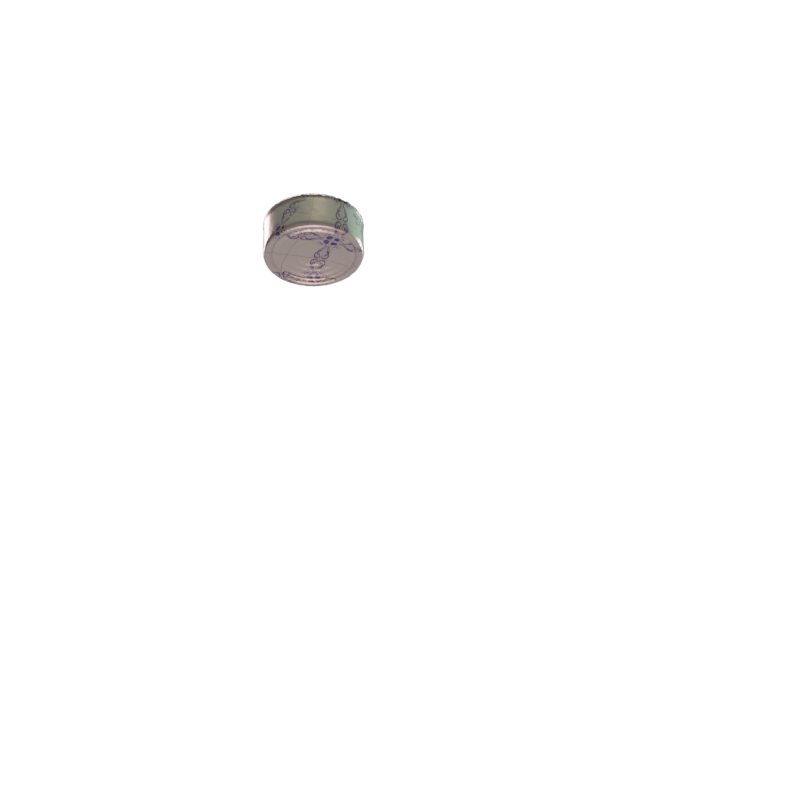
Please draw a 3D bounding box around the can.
[{"bbox_3d":[-0.073,-0.133,0.930,0.086,0.036,0.080,1,-34,-2],"label":"can"}]
